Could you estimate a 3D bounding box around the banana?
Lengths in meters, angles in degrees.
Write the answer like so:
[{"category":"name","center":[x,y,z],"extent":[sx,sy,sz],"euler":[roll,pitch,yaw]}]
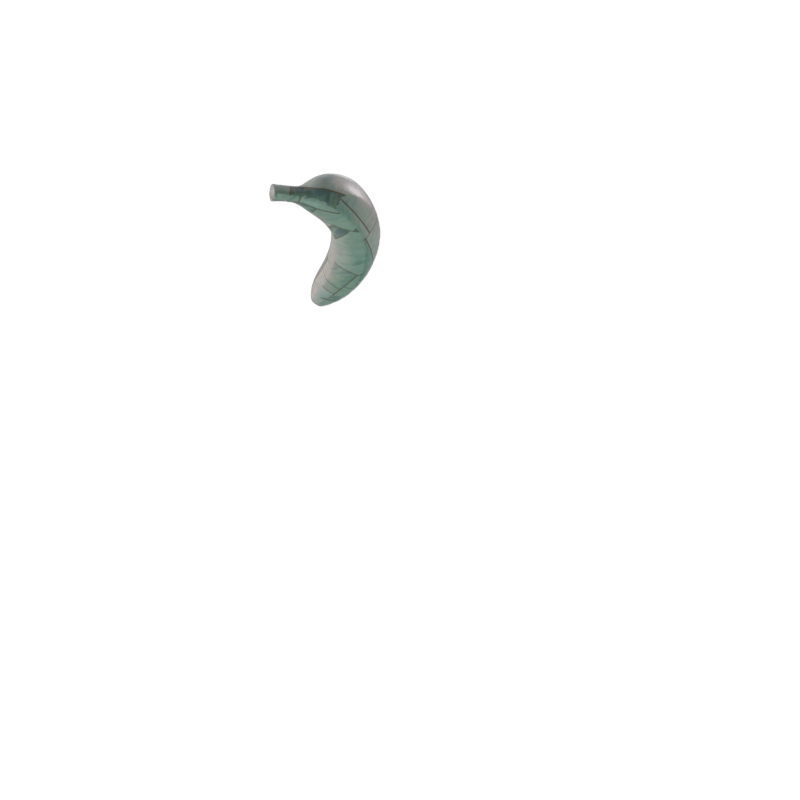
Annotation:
[{"category":"banana","center":[-0.049,-0.124,0.849],"extent":[0.070,0.039,0.186],"euler":[-3,-22,6]}]
